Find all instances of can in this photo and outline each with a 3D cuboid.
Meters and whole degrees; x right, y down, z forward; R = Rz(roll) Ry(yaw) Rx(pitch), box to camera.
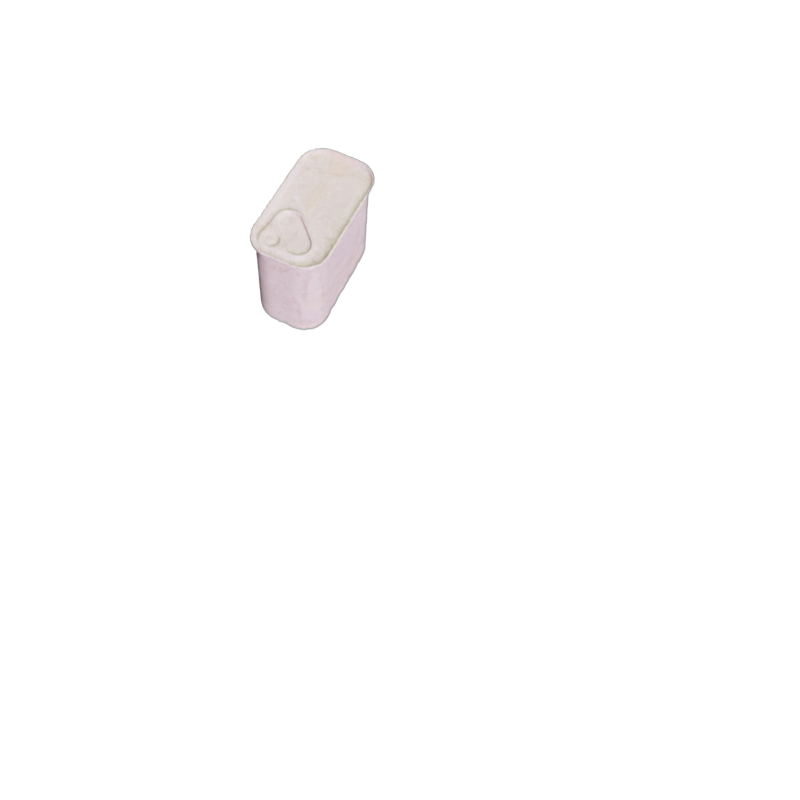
[{"bbox_3d":[-0.061,-0.112,0.782,0.059,0.106,0.078,22,-30,11],"label":"can"}]
